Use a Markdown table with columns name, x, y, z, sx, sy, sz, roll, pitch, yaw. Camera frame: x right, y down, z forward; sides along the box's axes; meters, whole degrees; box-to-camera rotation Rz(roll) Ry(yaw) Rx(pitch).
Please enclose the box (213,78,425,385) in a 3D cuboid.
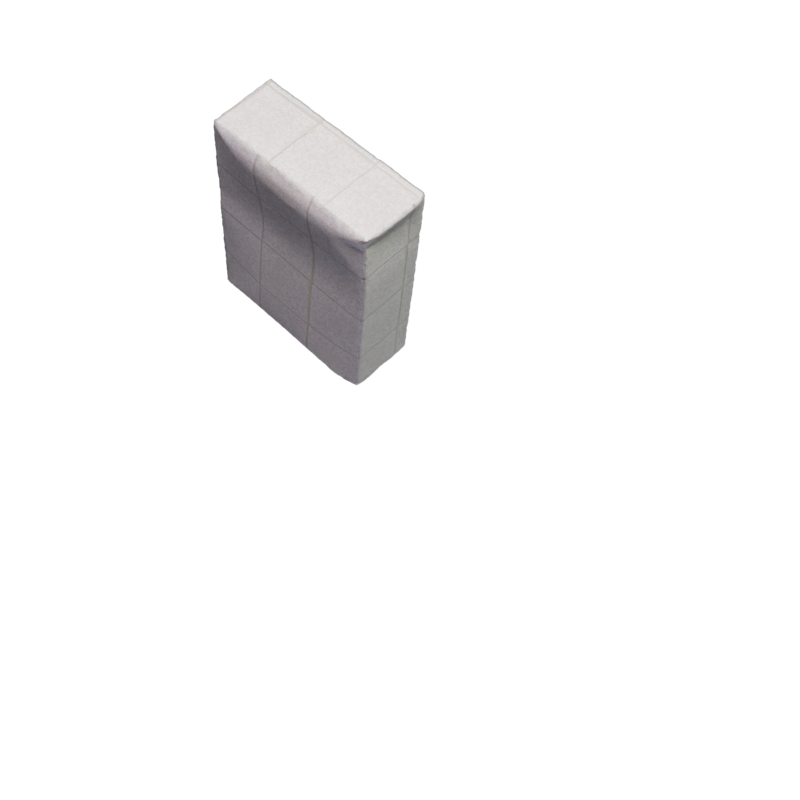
| name | x | y | z | sx | sy | sz | roll | pitch | yaw |
| --- | --- | --- | --- | --- | --- | --- | --- | --- | --- |
| box | -0.070 | -0.128 | 0.895 | 0.073 | 0.173 | 0.200 | -40 | -22 | -23 |
